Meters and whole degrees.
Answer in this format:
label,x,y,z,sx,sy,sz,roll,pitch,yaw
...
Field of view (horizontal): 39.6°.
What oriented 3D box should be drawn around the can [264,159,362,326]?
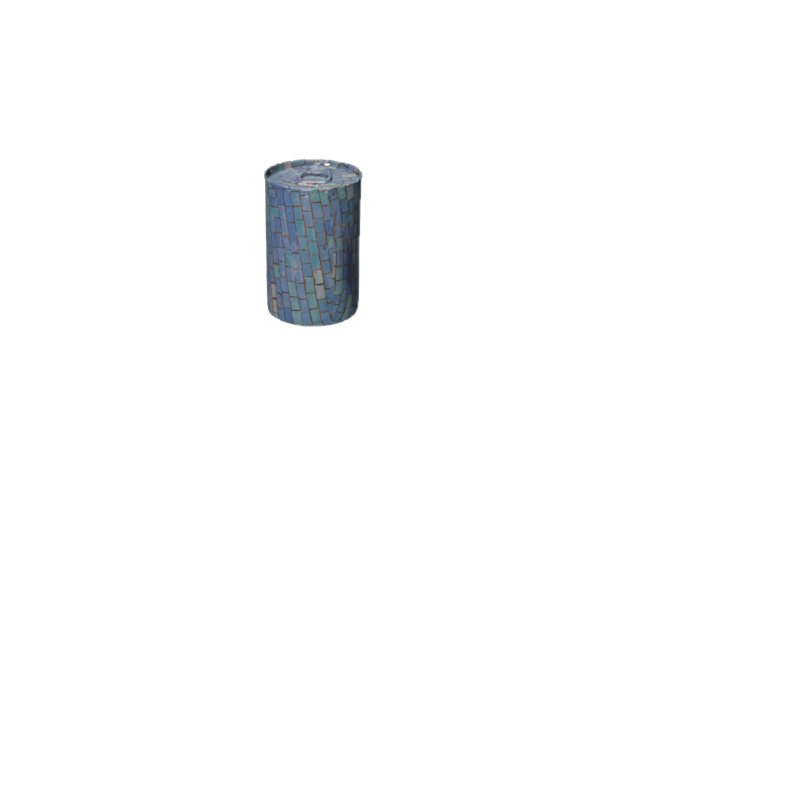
label,x,y,z,sx,sy,sz,roll,pitch,yaw
can,-0.061,-0.111,0.779,0.068,0.097,0.072,0,24,-2
